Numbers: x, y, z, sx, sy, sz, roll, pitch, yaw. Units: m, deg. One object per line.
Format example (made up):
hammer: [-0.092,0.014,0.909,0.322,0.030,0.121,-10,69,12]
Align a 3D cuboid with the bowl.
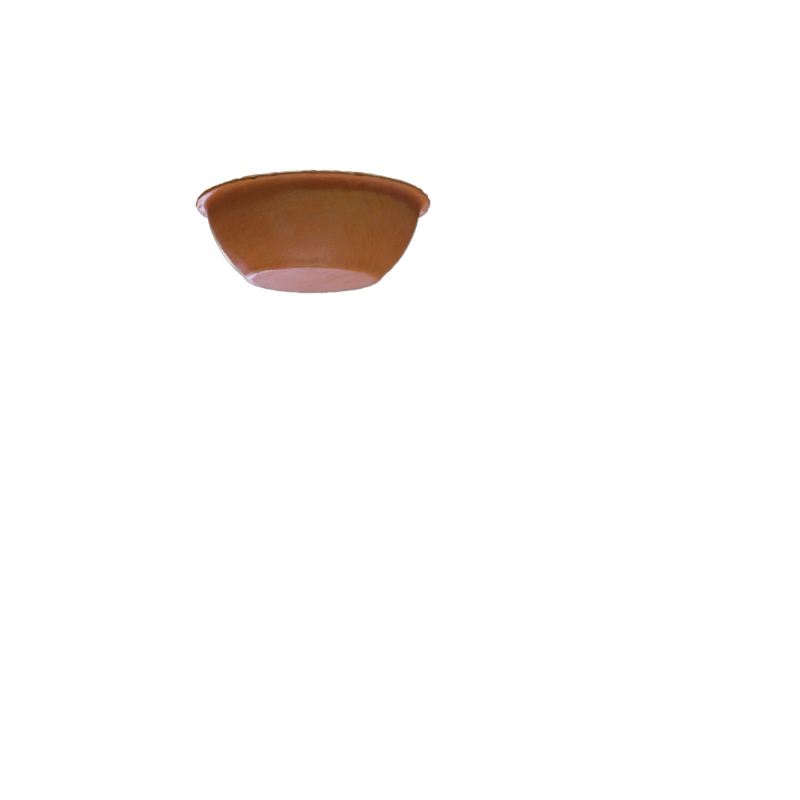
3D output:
bowl: [-0.059,-0.108,0.758,0.162,0.056,0.158,0,-6,-2]
